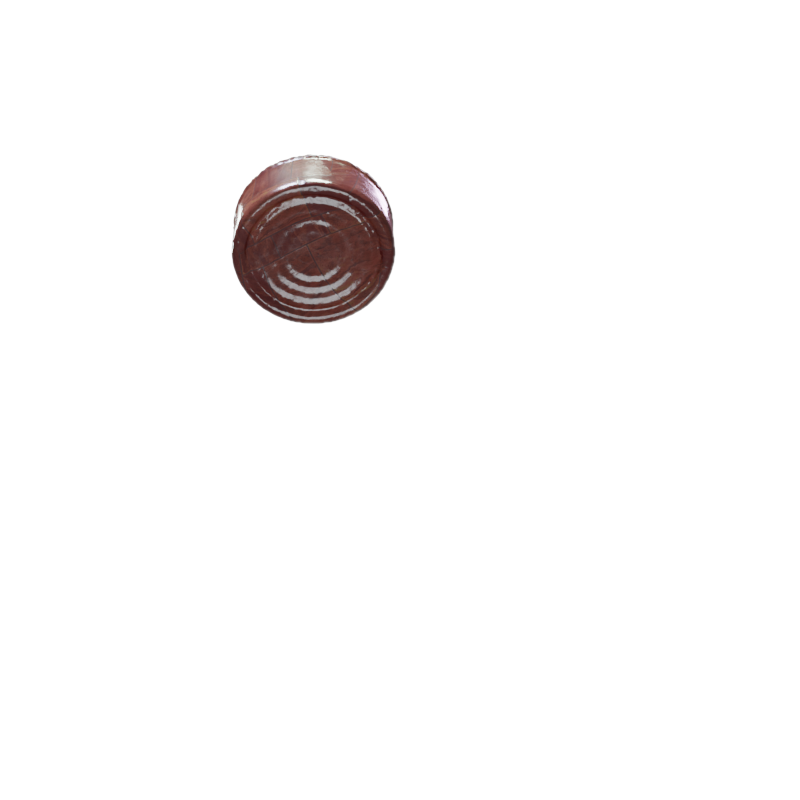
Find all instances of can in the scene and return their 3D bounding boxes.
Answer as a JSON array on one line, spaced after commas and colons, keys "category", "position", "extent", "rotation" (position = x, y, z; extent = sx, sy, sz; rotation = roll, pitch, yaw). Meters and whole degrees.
[{"category": "can", "position": [-0.046, -0.083, 0.582], "extent": [0.086, 0.081, 0.036], "rotation": [1, 32, -1]}]
